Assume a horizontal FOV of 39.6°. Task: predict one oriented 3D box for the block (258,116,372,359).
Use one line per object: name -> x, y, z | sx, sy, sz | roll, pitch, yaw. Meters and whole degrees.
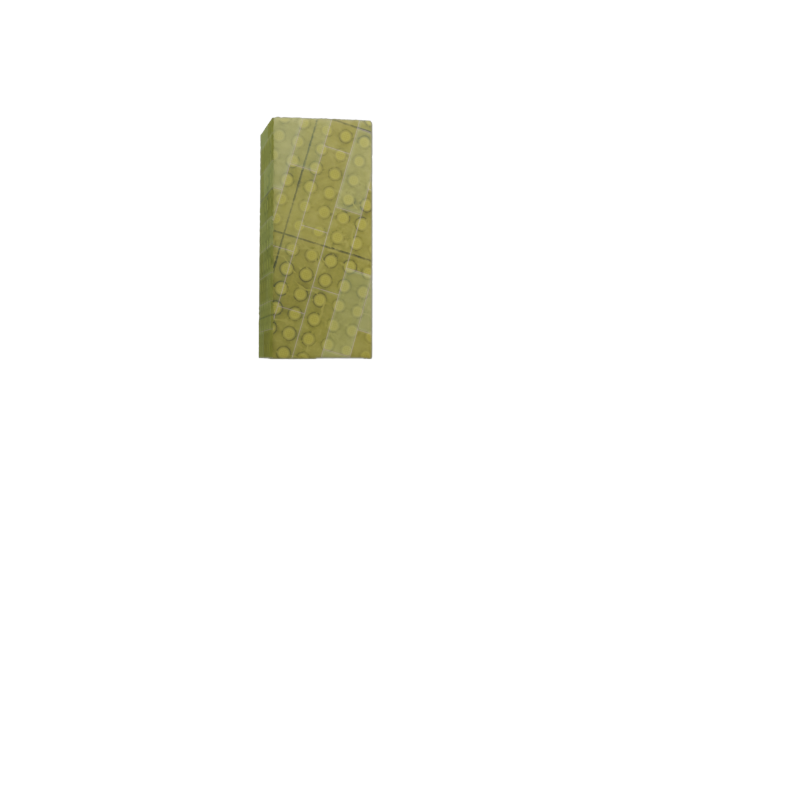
block -> -0.076, -0.140, 0.984 | 0.089, 0.209, 0.091 | 1, -4, -13
